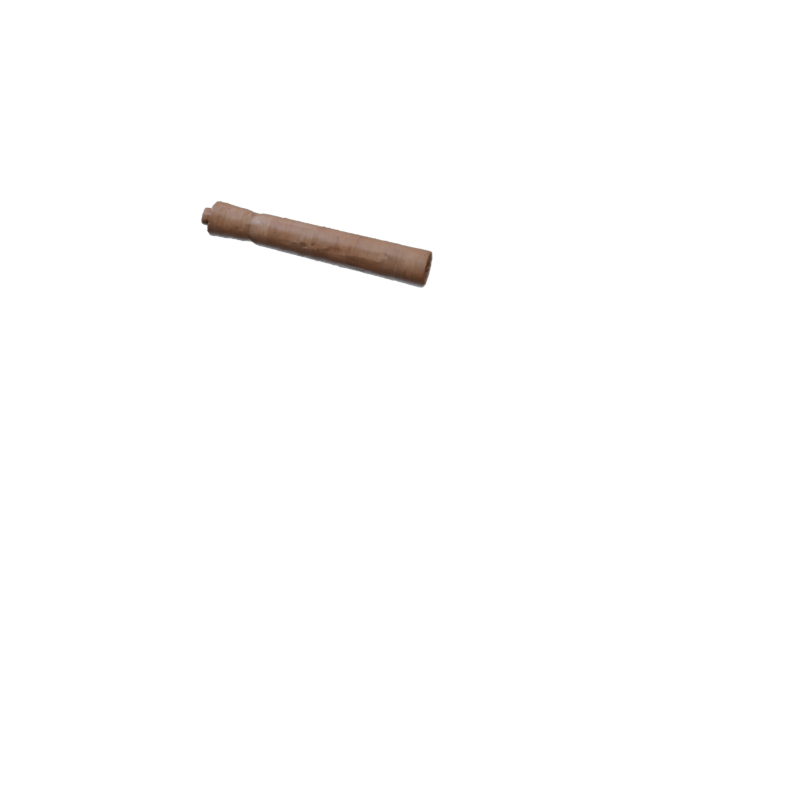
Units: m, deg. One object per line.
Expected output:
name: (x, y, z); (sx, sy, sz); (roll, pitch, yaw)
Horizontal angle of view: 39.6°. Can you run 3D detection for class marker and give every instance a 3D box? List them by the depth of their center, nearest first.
marker: (-0.044, -0.081, 0.565); (0.124, 0.020, 0.019); (15, 7, 14)
